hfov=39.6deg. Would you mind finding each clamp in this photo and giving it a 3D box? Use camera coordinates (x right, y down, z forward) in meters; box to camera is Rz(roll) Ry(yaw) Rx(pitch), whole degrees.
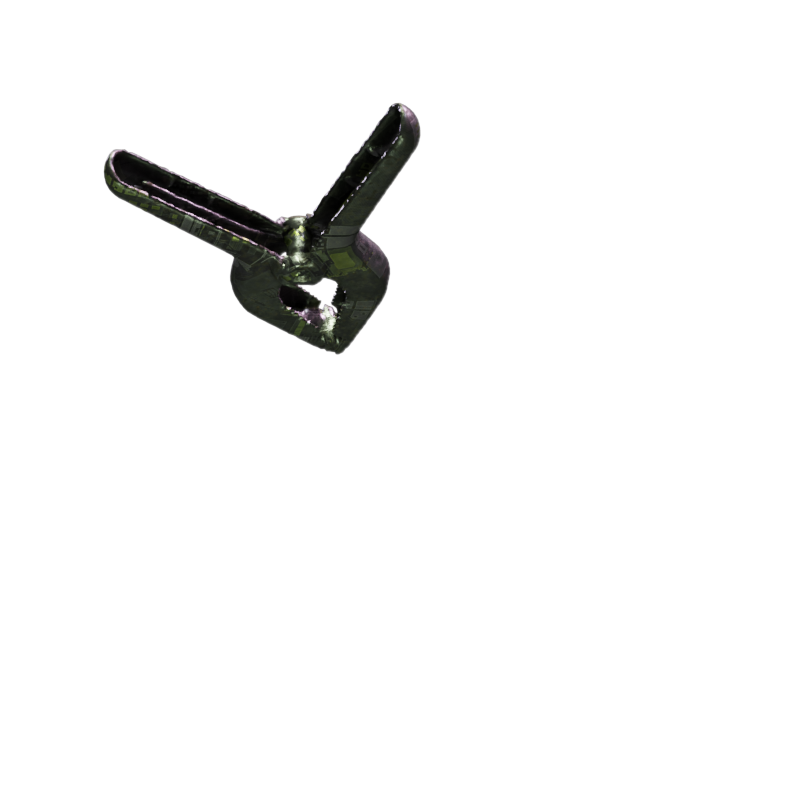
[{"bbox_3d":[-0.049,-0.090,0.630,0.167,0.039,0.194,-9,-31,15],"label":"clamp"}]
